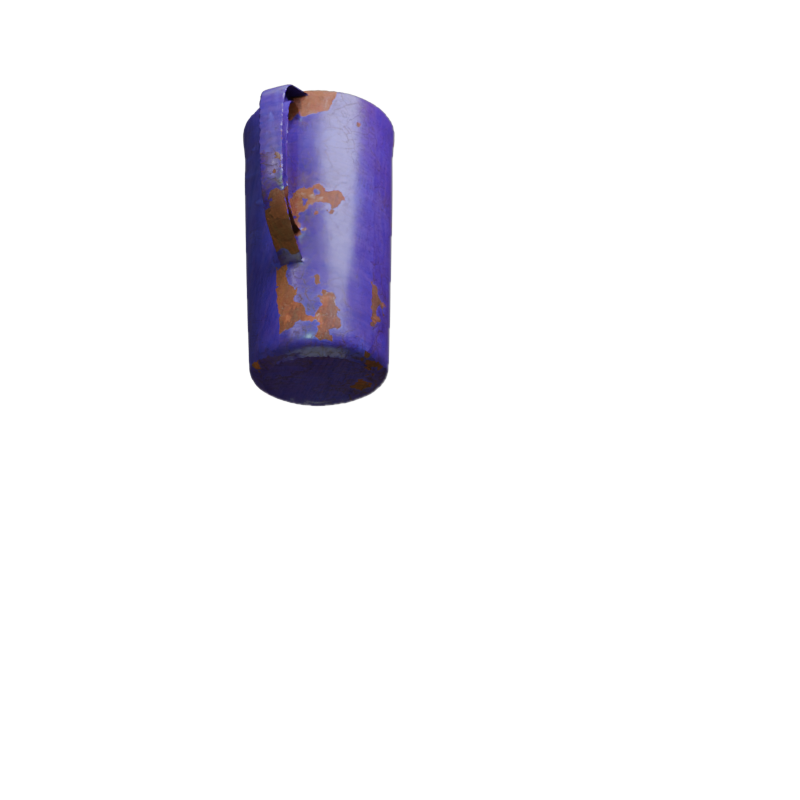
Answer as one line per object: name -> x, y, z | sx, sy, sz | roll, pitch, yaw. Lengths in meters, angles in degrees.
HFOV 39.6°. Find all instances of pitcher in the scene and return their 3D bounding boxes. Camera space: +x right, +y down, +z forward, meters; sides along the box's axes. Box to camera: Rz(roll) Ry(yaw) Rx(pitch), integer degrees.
pitcher -> -0.071, -0.129, 0.905 | 0.143, 0.259, 0.141 | 13, -33, -24
